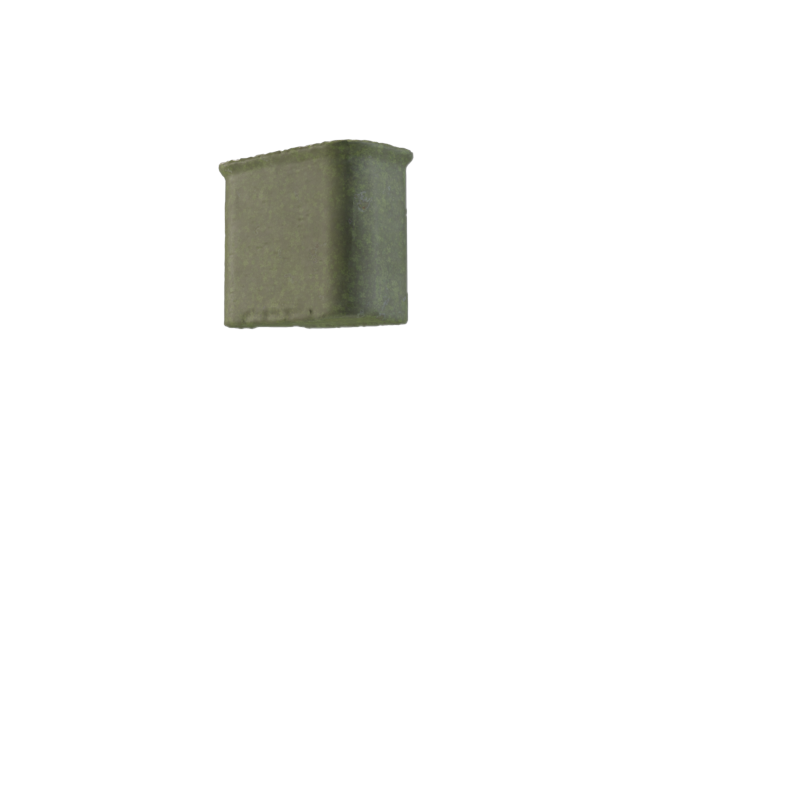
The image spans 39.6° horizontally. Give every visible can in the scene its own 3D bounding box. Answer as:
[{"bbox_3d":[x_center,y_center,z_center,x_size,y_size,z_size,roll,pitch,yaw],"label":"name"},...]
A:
[{"bbox_3d":[-0.043,-0.079,0.550,0.105,0.085,0.055,-2,-5,40],"label":"can"}]
